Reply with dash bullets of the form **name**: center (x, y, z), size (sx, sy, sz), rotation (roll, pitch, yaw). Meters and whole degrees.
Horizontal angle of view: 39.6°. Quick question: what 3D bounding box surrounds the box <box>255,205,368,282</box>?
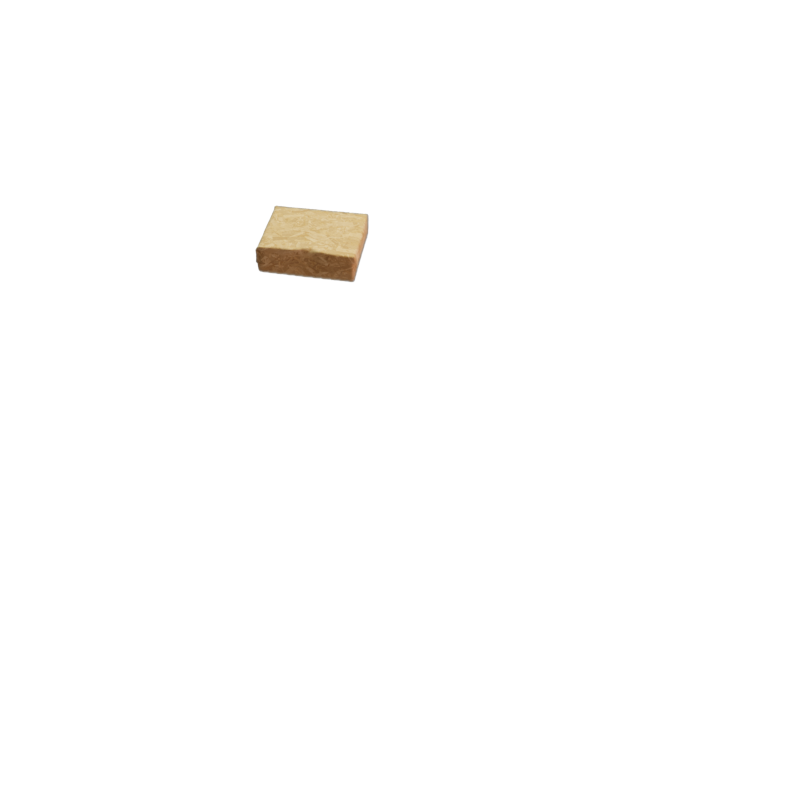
- **box**: center (-0.078, -0.141, 0.988), size (0.090, 0.028, 0.077), rotation (6, 38, 8)
